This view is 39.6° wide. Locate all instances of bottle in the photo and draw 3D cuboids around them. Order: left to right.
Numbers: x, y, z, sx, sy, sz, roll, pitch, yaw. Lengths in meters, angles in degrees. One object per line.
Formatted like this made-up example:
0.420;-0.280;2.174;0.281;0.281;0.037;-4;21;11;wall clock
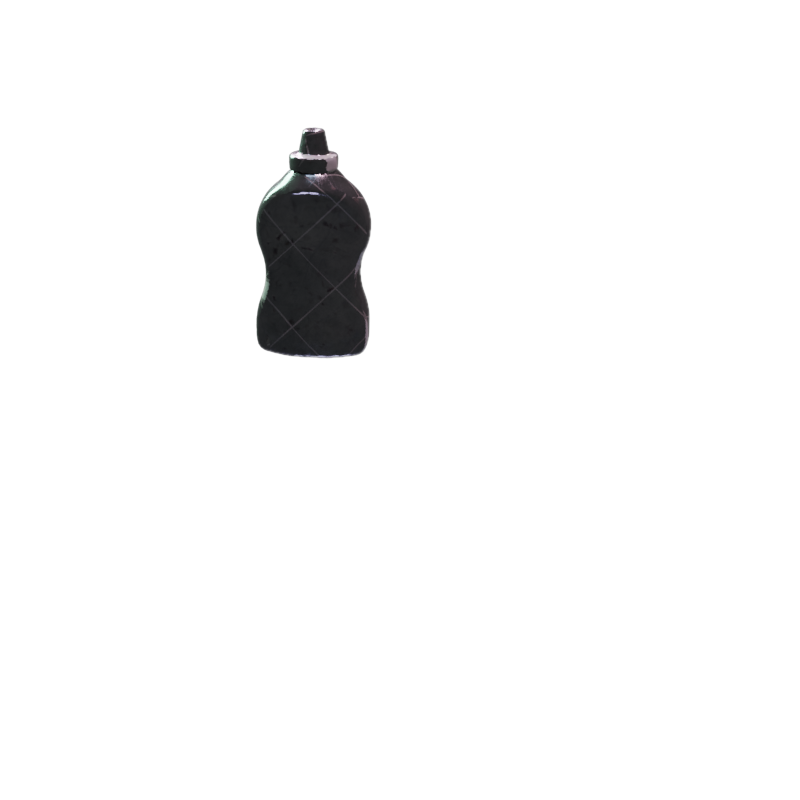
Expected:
-0.073;-0.134;0.935;0.097;0.184;0.060;4;18;8;bottle
